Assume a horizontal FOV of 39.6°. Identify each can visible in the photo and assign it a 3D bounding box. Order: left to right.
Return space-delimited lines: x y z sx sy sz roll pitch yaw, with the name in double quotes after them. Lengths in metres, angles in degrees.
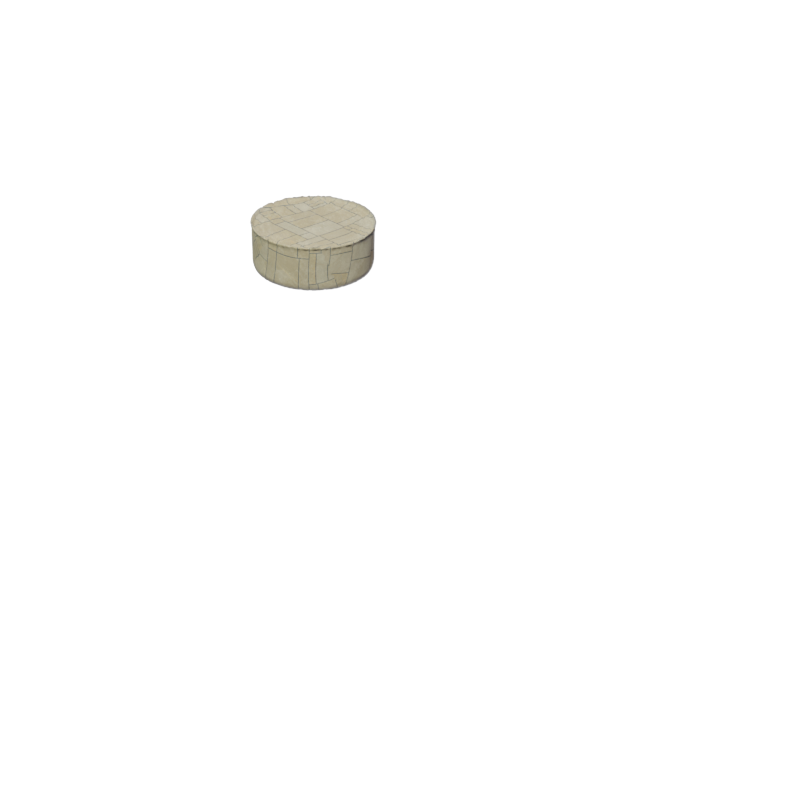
-0.060 -0.109 0.764 0.086 0.032 0.091 -1 31 -2 "can"
